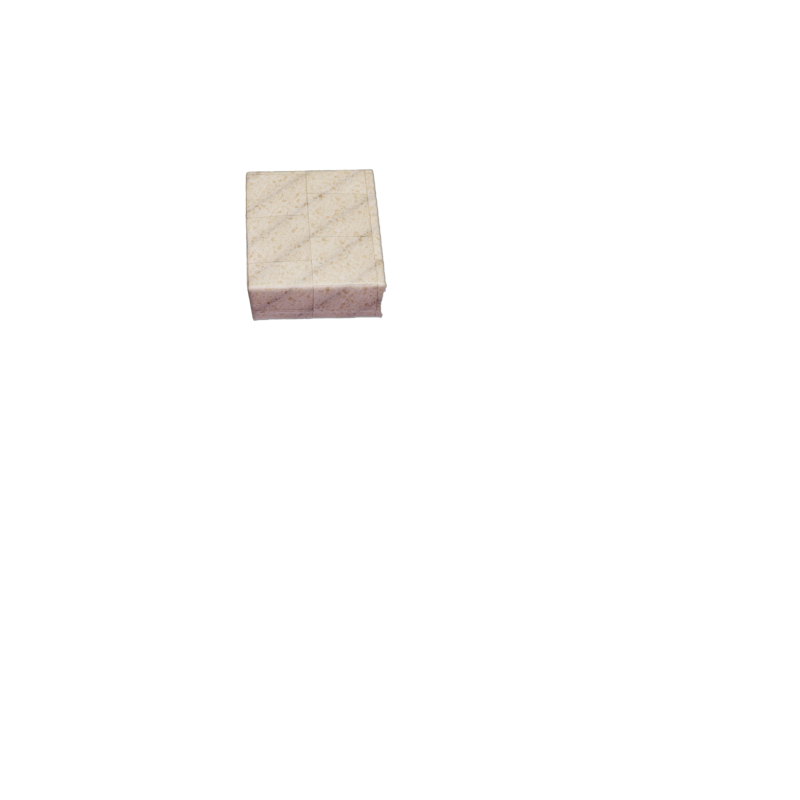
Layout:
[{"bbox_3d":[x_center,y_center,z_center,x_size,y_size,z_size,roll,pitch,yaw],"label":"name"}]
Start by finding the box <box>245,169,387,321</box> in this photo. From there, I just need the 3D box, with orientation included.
[{"bbox_3d":[-0.059,-0.107,0.750,0.089,0.122,0.036,-3,-38,-3],"label":"box"}]
